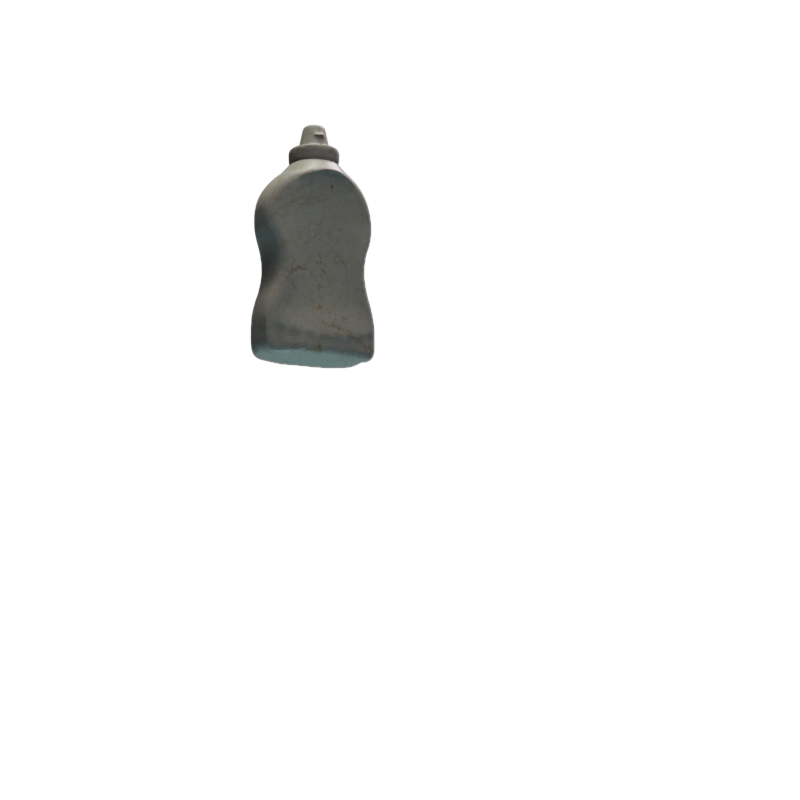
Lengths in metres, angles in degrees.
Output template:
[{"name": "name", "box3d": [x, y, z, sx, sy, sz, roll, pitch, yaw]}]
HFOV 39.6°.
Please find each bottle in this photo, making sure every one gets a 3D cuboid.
[{"name": "bottle", "box3d": [-0.068, -0.125, 0.874, 0.092, 0.199, 0.058, 7, -17, -27]}]
